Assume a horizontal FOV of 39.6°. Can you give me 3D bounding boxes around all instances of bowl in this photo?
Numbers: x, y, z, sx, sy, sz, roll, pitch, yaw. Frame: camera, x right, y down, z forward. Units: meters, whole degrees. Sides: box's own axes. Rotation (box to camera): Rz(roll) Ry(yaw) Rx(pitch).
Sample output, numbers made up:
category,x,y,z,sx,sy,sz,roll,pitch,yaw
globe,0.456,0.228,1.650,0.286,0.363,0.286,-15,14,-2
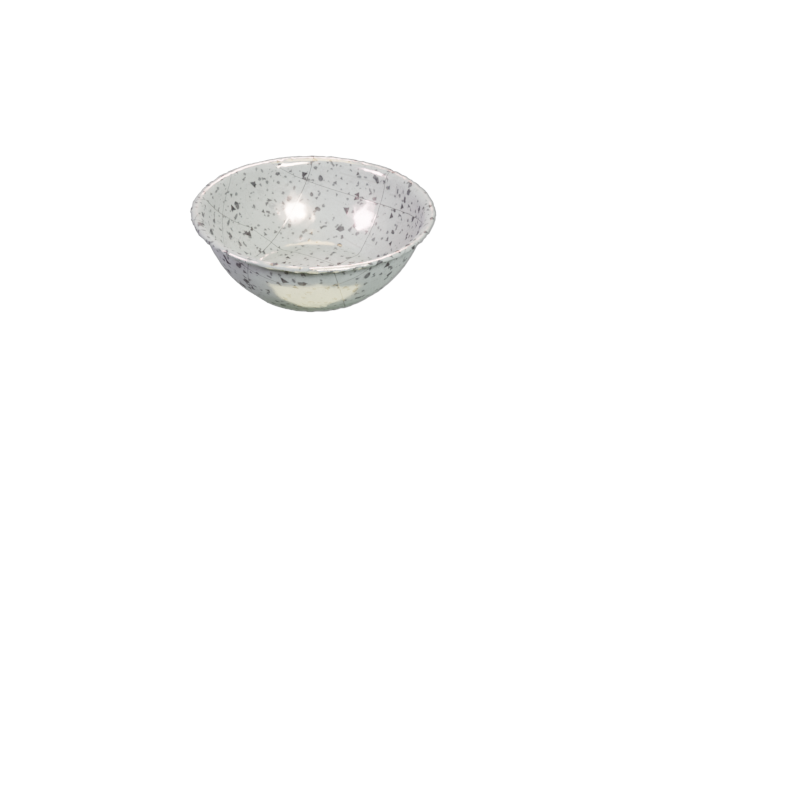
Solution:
category,x,y,z,sx,sy,sz,roll,pitch,yaw
bowl,-0.058,-0.106,0.743,0.162,0.052,0.173,-1,35,-2
